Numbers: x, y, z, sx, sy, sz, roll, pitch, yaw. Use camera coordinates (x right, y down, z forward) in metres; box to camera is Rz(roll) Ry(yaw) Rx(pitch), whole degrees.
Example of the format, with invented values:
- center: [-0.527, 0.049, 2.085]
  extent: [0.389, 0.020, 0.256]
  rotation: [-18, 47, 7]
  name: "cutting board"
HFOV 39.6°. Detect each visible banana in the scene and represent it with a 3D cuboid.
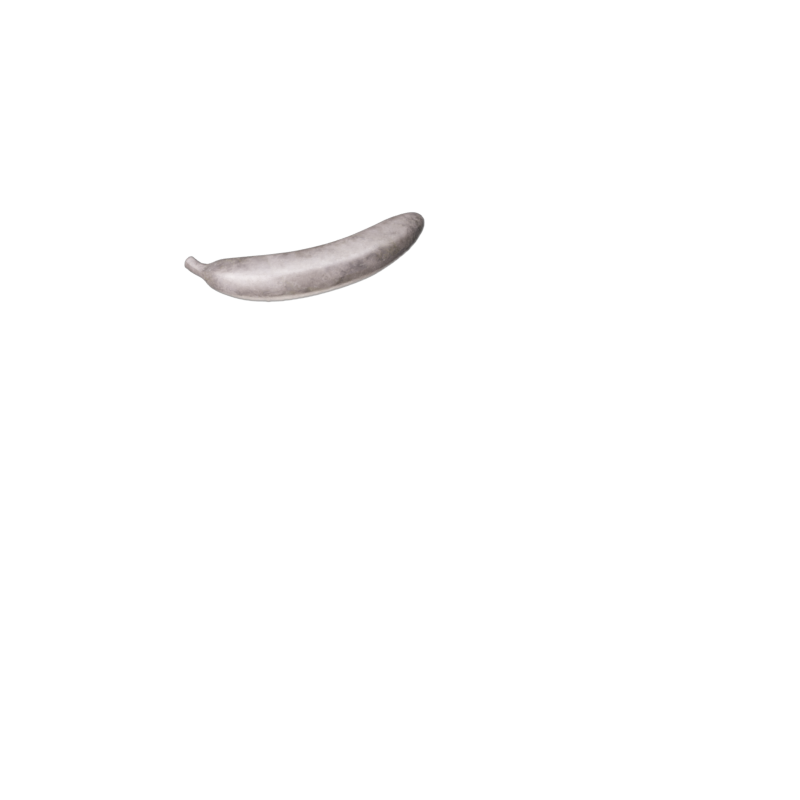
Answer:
- center: [-0.067, -0.111, 0.869]
  extent: [0.196, 0.075, 0.034]
  rotation: [-11, -42, -10]
  name: "banana"
